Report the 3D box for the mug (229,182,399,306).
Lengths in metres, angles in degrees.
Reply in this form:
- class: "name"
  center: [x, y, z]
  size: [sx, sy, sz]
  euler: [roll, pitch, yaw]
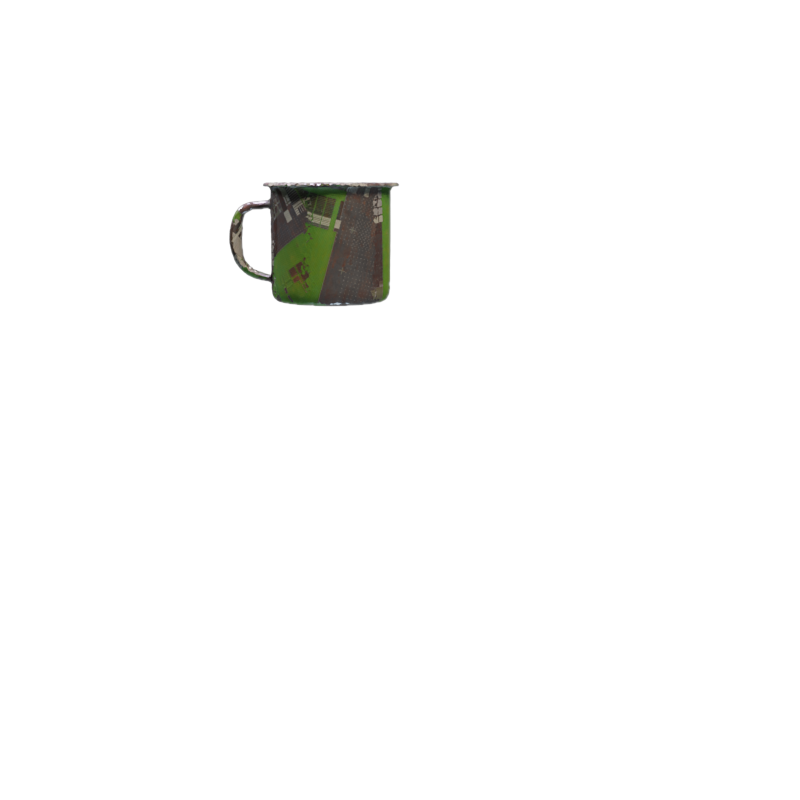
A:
- class: "mug"
  center: [-0.060, -0.109, 0.762]
  size: [0.118, 0.081, 0.094]
  euler: [1, 8, 3]
